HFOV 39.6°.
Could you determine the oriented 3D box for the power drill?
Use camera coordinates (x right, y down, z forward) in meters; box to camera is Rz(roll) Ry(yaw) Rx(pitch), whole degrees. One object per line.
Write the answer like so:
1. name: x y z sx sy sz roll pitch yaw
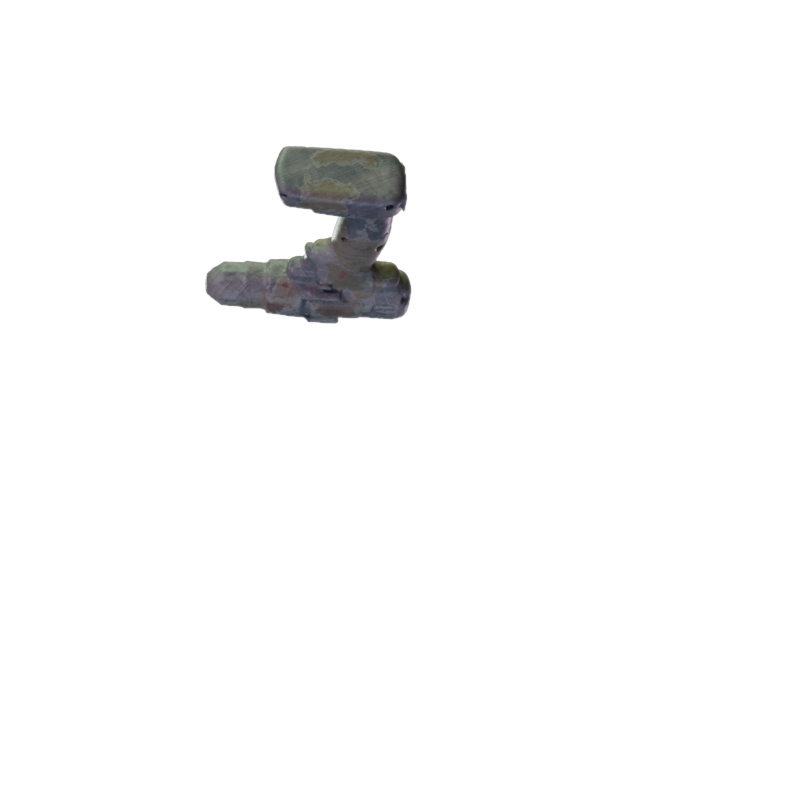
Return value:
1. power drill: -0.074 -0.135 0.943 0.183 0.061 0.177 3 -31 -5
